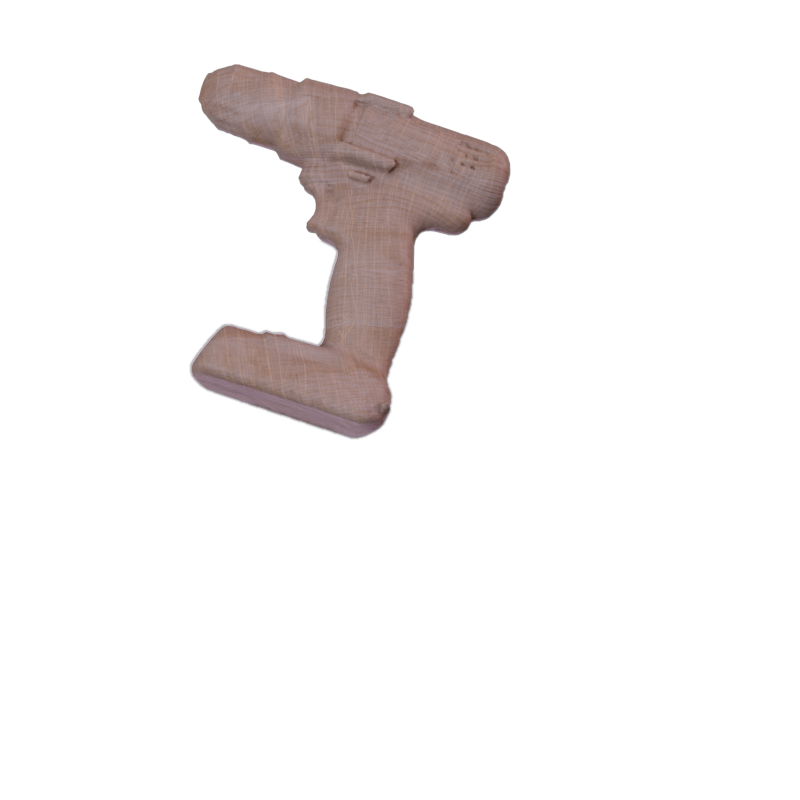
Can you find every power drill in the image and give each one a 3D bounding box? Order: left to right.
[{"bbox_3d":[-0.048,-0.088,0.613,0.187,0.193,0.055,18,-17,5],"label":"power drill"}]
